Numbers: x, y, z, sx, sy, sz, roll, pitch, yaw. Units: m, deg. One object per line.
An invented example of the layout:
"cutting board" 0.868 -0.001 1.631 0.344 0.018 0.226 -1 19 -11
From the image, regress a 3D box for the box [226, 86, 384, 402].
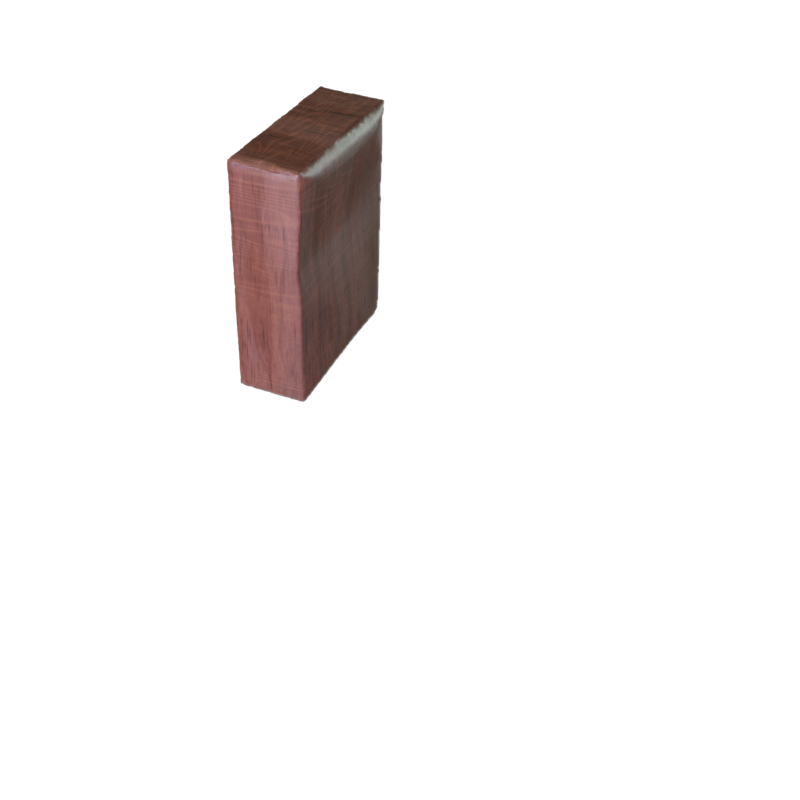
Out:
"box" -0.073 -0.134 0.937 0.074 0.200 0.169 14 36 17
